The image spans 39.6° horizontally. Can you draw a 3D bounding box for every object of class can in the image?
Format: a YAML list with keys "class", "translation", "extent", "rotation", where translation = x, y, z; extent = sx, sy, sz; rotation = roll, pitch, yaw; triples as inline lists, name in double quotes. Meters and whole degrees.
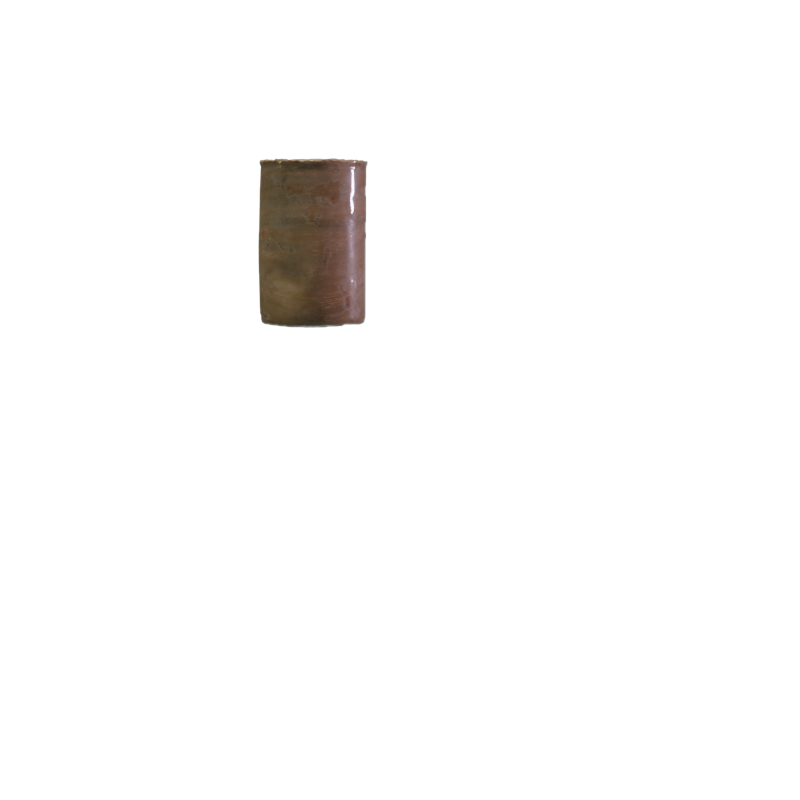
- class: "can"
  translation: [-0.055, -0.099, 0.697]
  extent: [0.068, 0.102, 0.069]
  rotation: [0, 4, -2]
